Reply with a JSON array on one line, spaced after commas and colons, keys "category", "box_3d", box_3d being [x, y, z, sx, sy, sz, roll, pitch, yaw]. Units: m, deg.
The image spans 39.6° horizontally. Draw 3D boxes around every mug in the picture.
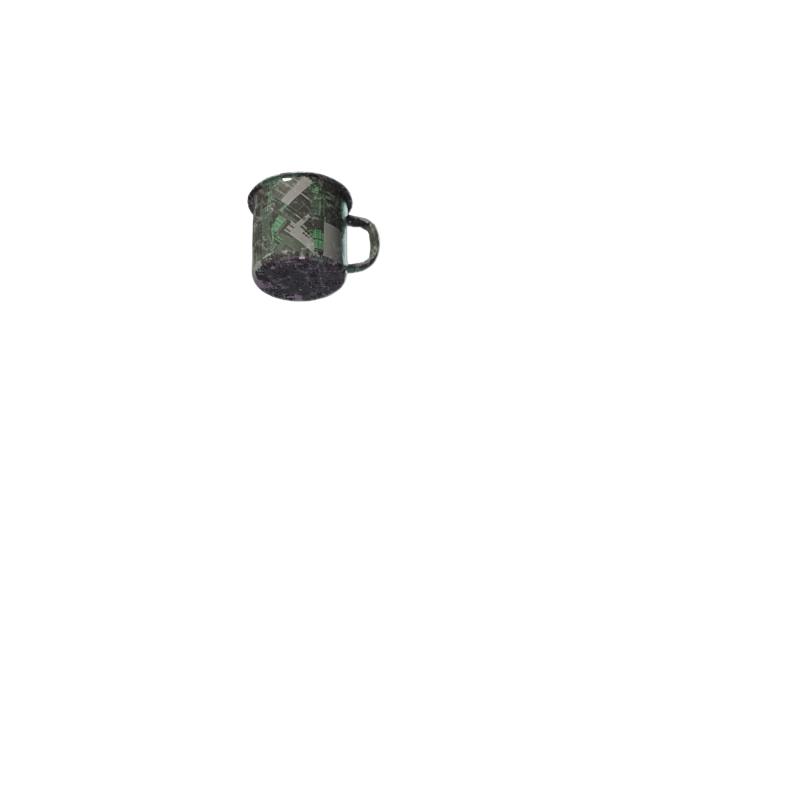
[{"category": "mug", "box_3d": [-0.075, -0.137, 0.960, 0.115, 0.087, 0.089, 5, -29, -12]}]
